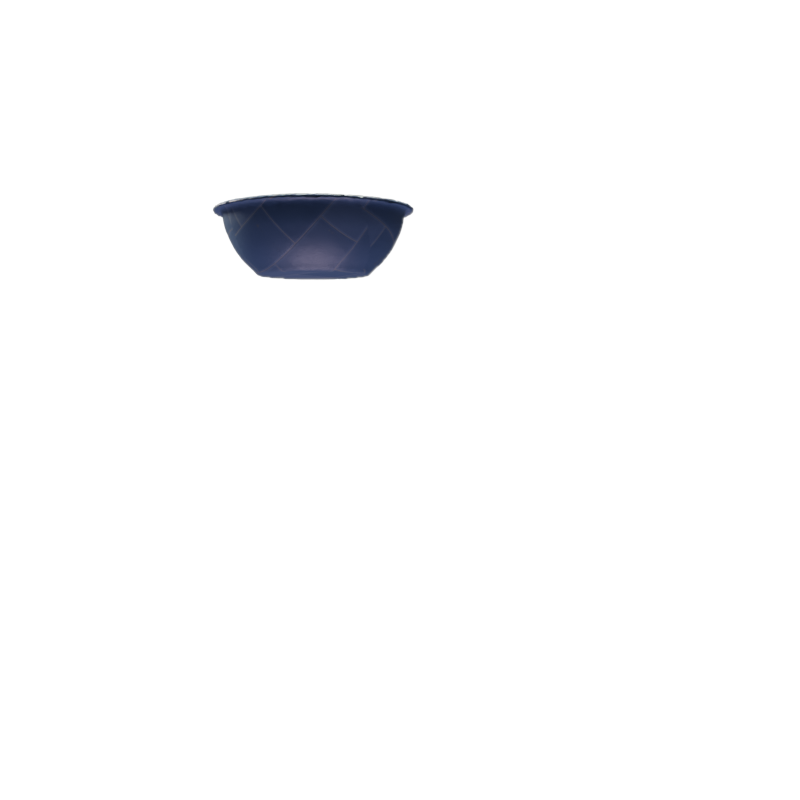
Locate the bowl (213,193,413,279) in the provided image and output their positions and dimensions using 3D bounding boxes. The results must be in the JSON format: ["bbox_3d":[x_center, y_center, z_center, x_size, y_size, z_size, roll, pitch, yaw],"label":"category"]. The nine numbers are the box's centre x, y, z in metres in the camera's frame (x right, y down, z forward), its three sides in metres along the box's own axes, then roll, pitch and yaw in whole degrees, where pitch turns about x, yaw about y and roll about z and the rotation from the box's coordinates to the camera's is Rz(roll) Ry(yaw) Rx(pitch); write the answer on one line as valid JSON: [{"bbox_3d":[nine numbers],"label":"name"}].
[{"bbox_3d":[-0.070,-0.128,0.893,0.162,0.055,0.161,0,1,-2],"label":"bowl"}]
